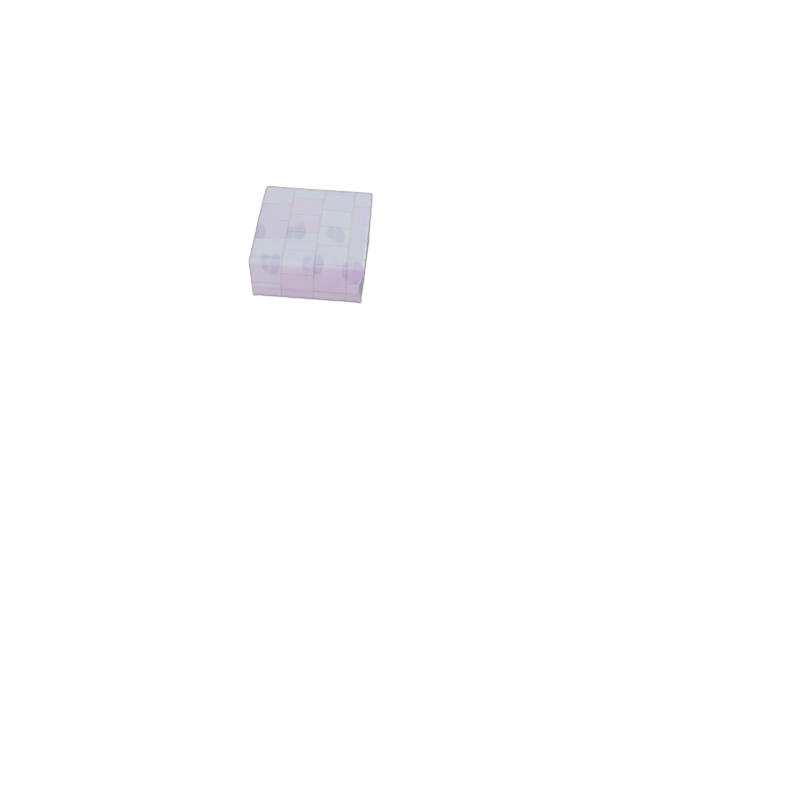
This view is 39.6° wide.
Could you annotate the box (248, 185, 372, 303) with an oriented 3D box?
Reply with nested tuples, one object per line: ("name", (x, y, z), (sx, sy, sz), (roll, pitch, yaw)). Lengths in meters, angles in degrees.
("box", (-0.070, -0.127, 0.889), (0.090, 0.036, 0.121), (2, 42, 2))
